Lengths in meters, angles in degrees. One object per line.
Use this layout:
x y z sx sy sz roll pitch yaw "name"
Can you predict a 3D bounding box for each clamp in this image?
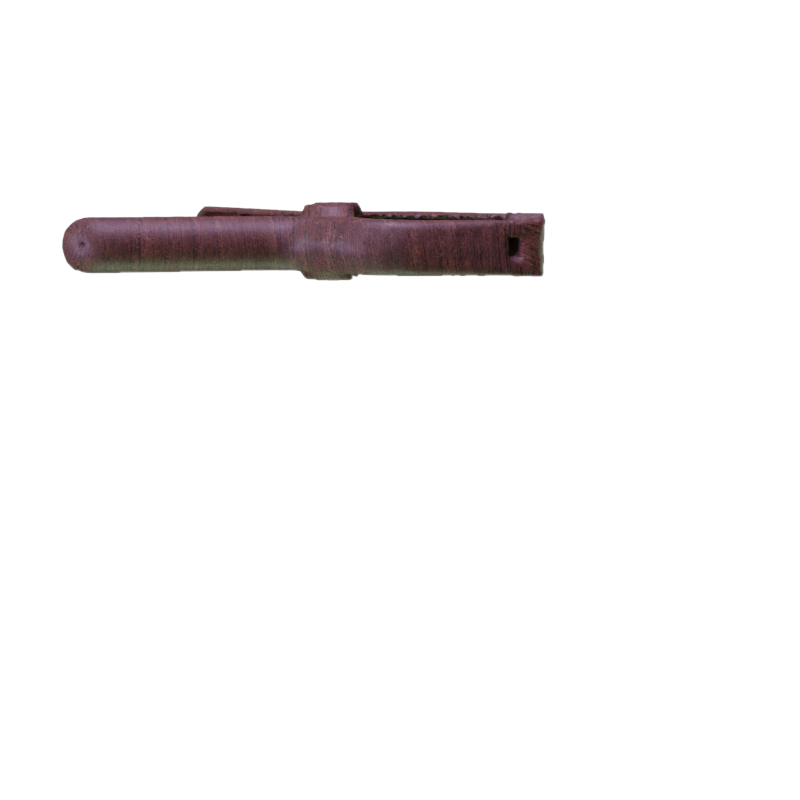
-0.041 -0.075 0.524 0.216 0.036 0.163 5 13 21 "clamp"
